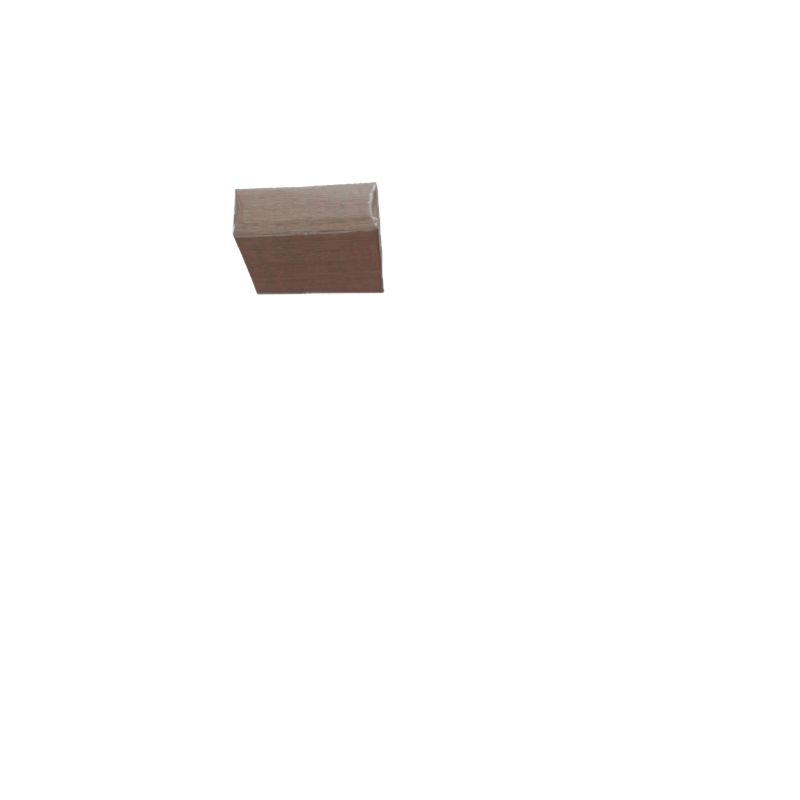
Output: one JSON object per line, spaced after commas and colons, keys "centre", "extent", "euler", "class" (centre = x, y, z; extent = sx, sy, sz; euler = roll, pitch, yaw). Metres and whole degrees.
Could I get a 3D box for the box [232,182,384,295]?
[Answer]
{"centre": [-0.046, -0.085, 0.593], "extent": [0.073, 0.032, 0.085], "euler": [-1, -17, 3], "class": "box"}
